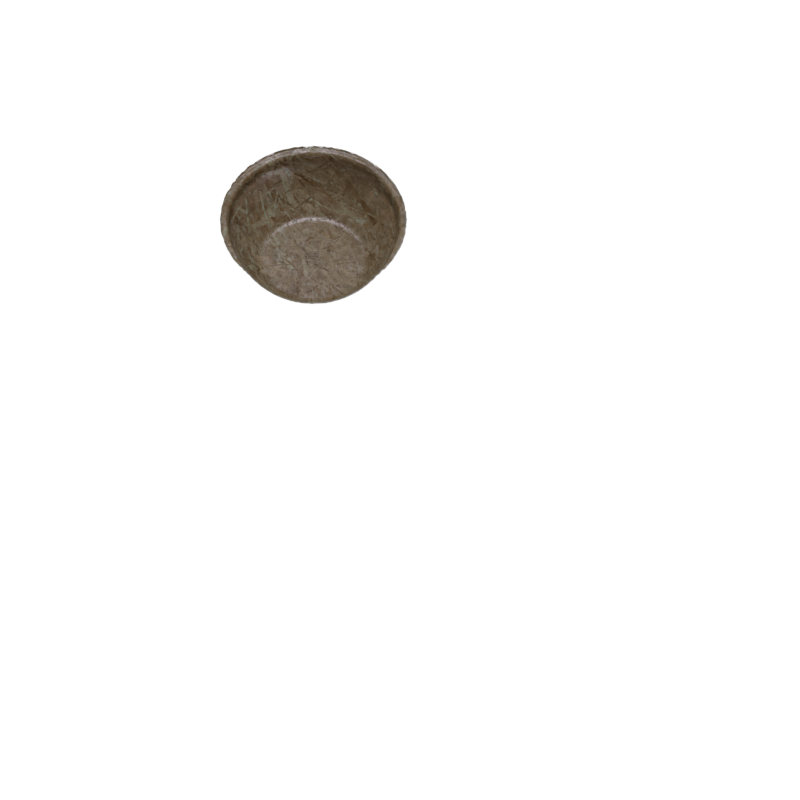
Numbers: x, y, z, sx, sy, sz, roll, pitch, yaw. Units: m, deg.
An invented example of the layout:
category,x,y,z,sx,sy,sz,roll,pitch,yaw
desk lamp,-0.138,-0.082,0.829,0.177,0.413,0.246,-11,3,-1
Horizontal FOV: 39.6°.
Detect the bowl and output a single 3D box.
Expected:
category,x,y,z,sx,sy,sz,roll,pitch,yaw
bowl,-0.074,-0.134,0.940,0.162,0.151,0.059,1,41,-1
